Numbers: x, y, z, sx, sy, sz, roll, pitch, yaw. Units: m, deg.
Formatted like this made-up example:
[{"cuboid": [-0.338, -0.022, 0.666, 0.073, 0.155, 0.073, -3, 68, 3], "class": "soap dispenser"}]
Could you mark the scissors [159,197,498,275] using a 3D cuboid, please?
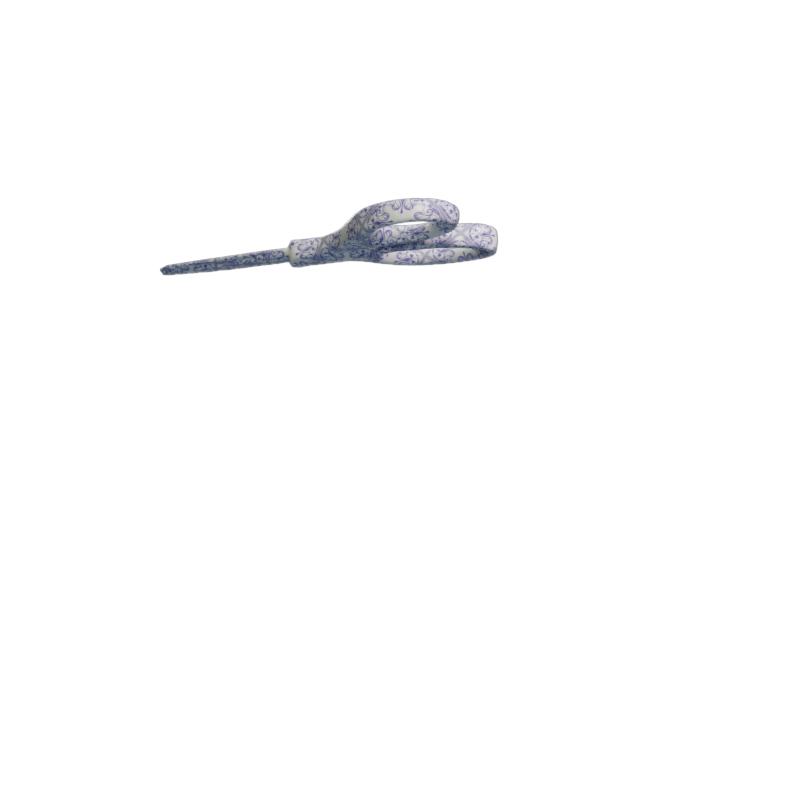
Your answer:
[{"cuboid": [-0.048, -0.088, 0.613, 0.204, 0.016, 0.092, -1, -10, 8], "class": "scissors"}]
